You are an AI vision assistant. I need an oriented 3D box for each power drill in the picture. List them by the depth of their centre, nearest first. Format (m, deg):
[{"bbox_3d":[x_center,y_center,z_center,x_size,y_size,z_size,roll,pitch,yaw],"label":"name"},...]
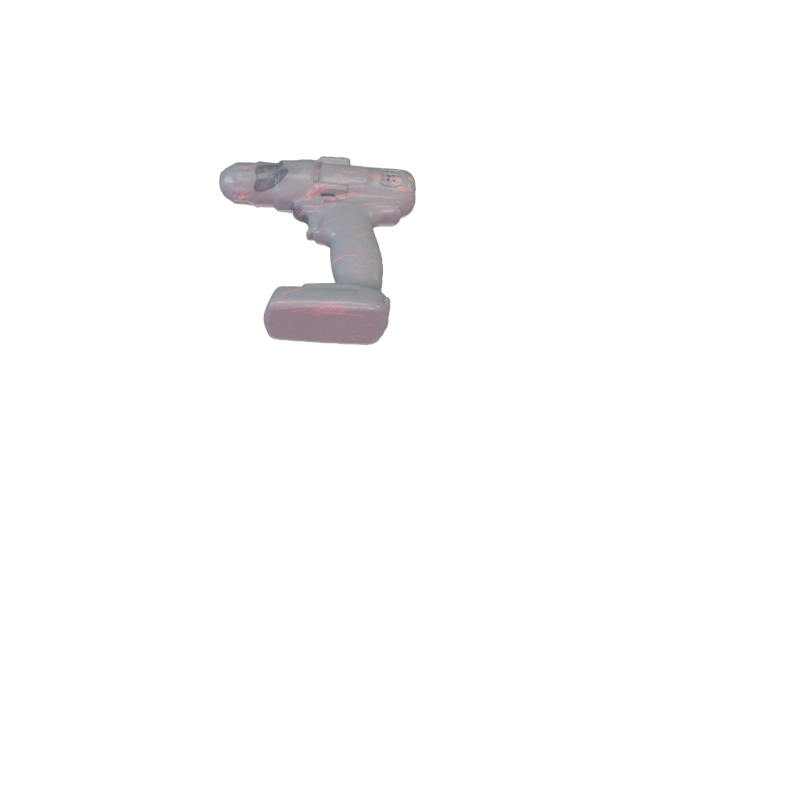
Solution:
[{"bbox_3d":[-0.078,-0.142,0.993,0.185,0.201,0.054,2,-36,1],"label":"power drill"}]
